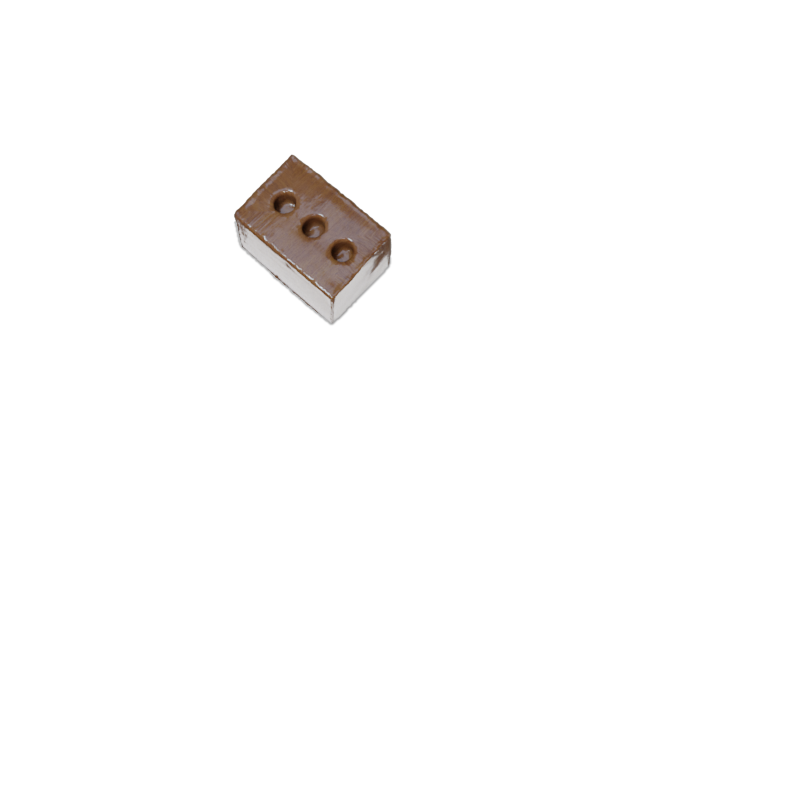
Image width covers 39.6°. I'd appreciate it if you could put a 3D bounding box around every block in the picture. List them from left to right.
[{"bbox_3d":[-0.051,-0.092,0.646,0.081,0.053,0.049,40,-15,11],"label":"block"}]
